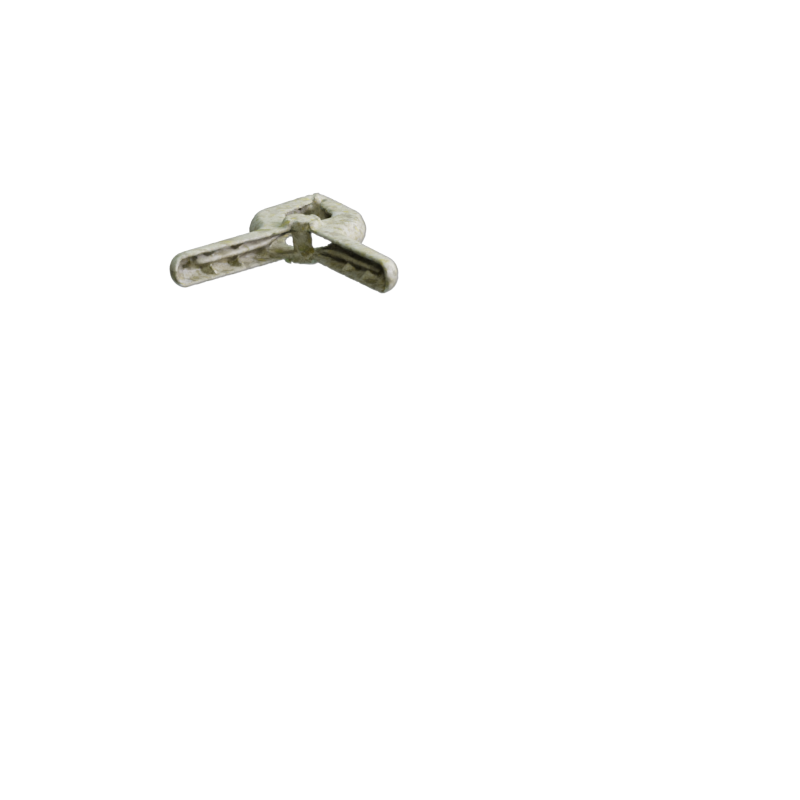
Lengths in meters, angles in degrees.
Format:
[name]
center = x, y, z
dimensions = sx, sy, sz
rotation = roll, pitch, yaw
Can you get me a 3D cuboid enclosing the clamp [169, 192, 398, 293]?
[clamp]
center = -0.068, -0.124, 0.870
dimensions = 0.168, 0.035, 0.215
rotation = 5, 23, 12
